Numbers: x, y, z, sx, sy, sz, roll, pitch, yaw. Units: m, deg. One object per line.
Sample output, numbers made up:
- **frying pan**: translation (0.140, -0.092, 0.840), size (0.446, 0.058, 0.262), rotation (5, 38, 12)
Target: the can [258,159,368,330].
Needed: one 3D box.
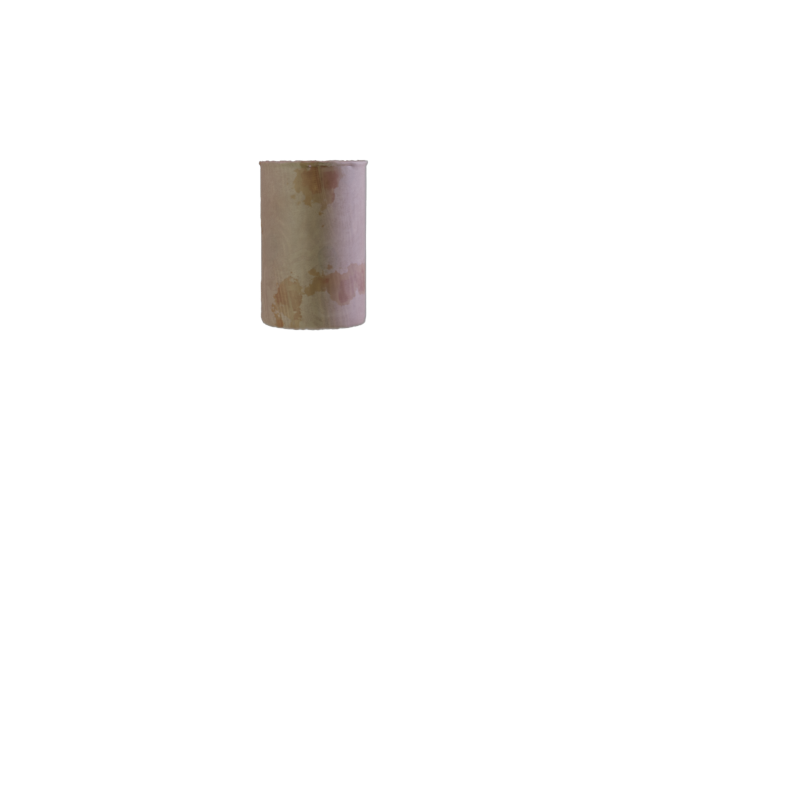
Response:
- **can**: translation (-0.054, -0.099, 0.693), size (0.068, 0.101, 0.070), rotation (0, 7, -2)
